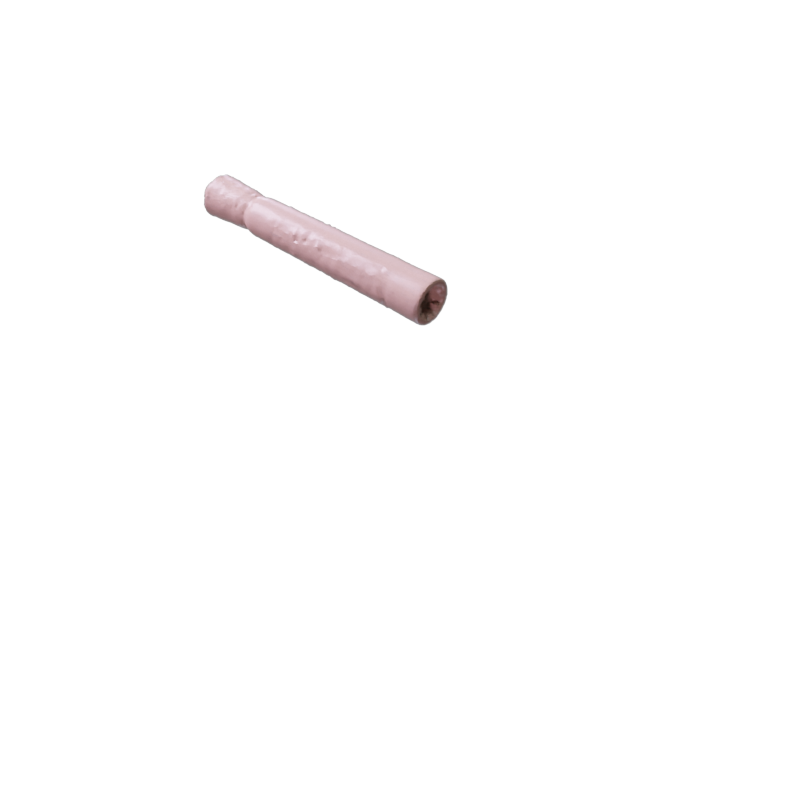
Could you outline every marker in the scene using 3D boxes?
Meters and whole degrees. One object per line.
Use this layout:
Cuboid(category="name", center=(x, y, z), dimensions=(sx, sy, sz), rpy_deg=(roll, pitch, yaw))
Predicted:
Cuboid(category="marker", center=(-0.034, -0.063, 0.438), dimensions=(0.129, 0.019, 0.019), rpy_deg=(31, 21, 34))
